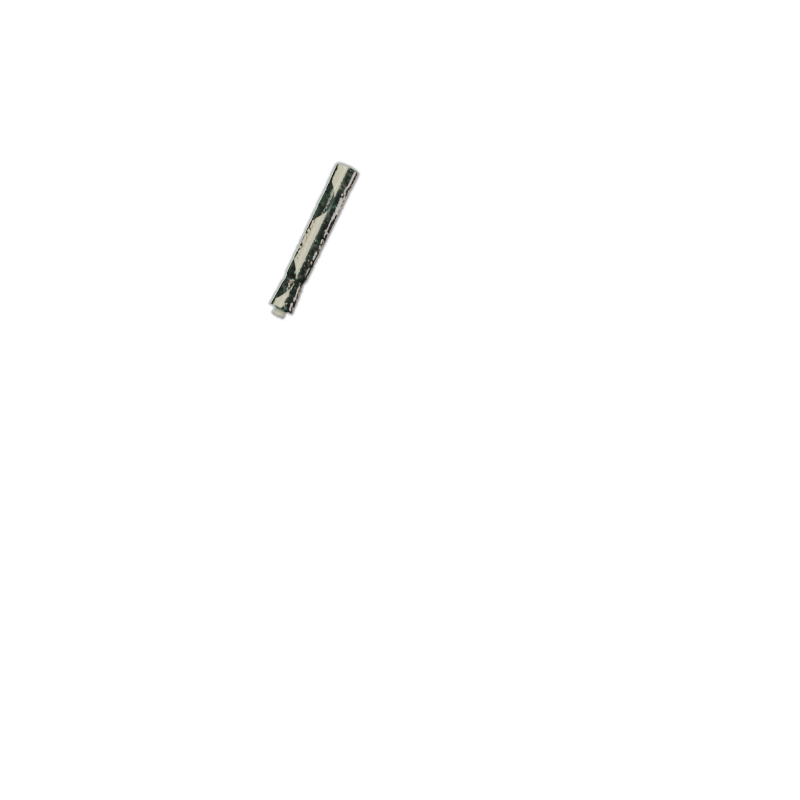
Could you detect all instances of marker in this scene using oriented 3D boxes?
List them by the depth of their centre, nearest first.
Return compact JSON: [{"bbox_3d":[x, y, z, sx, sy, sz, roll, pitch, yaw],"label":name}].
[{"bbox_3d":[-0.063,-0.116,0.811,0.020,0.122,0.019,25,-8,0],"label":"marker"}]
